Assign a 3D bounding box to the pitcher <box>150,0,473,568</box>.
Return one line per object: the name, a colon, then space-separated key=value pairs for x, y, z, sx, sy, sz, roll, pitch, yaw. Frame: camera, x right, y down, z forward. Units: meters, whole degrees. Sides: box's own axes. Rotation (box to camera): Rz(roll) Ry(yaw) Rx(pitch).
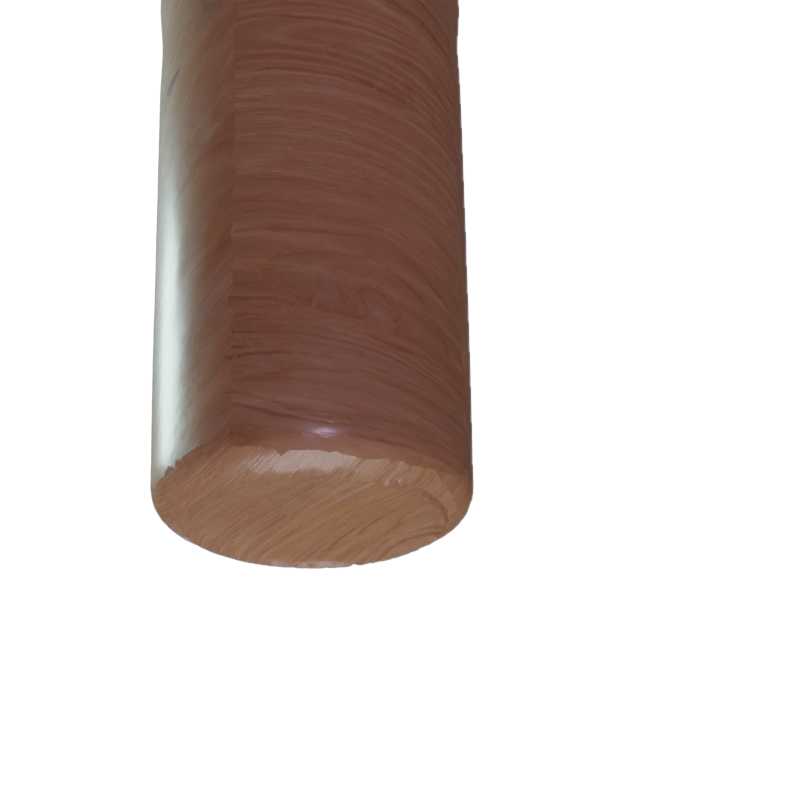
pitcher: x=-0.035 y=-0.063 z=0.442 sx=0.145 sy=0.259 sz=0.140 roll=-27 pitch=-39 yaw=35
